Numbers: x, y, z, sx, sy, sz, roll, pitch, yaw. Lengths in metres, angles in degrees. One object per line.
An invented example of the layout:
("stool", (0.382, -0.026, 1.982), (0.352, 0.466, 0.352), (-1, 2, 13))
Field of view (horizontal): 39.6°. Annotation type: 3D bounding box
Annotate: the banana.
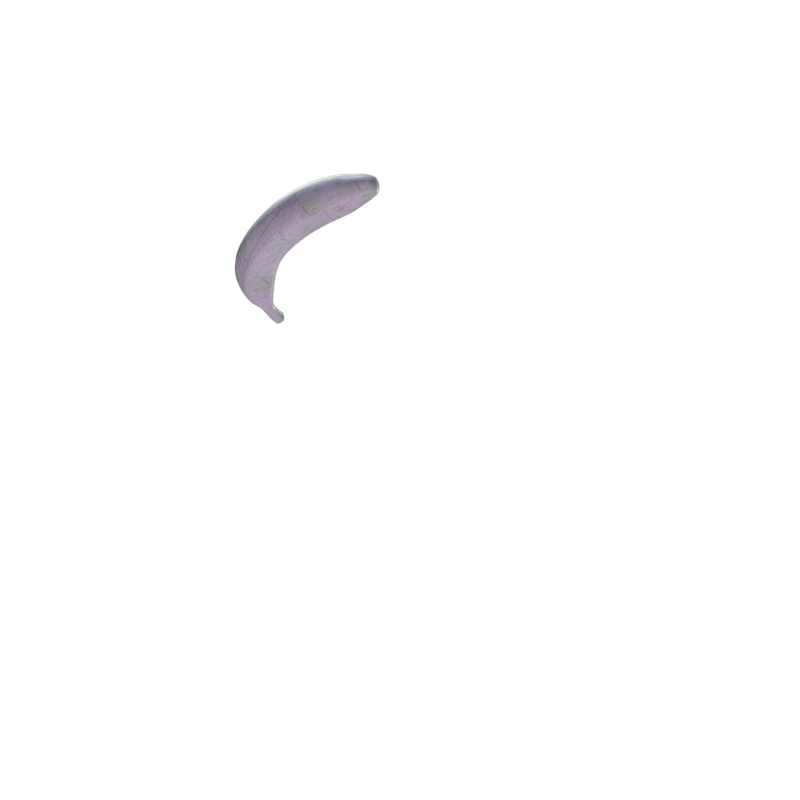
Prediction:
("banana", (-0.090, -0.133, 0.917), (0.067, 0.039, 0.192), (16, -37, -24))
